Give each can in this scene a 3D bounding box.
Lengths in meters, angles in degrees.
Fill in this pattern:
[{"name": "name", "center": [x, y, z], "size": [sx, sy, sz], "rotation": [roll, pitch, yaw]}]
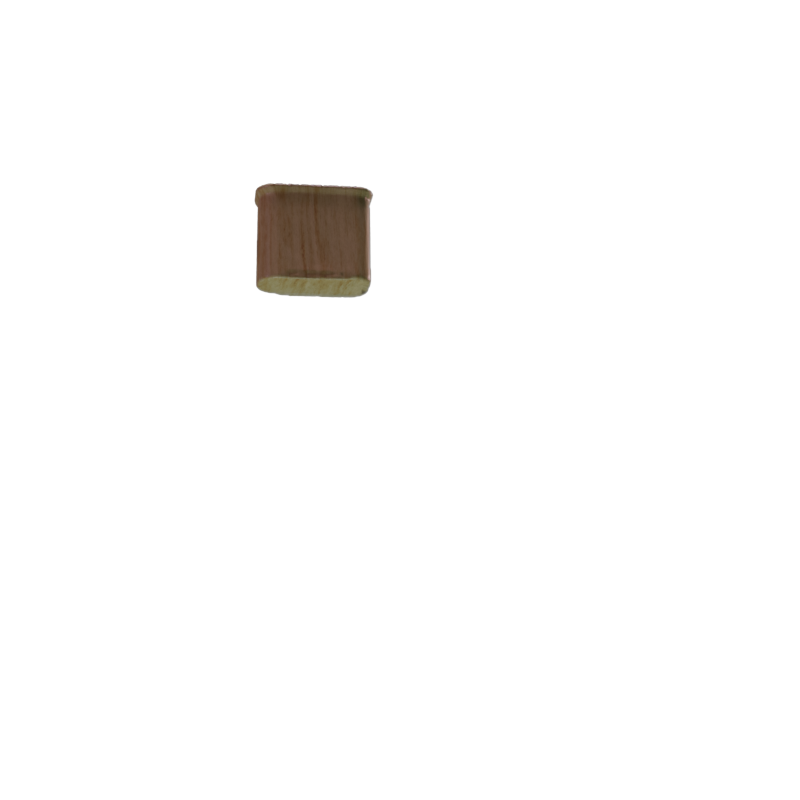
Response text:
[{"name": "can", "center": [-0.074, -0.136, 0.951], "size": [0.101, 0.088, 0.056], "rotation": [1, -17, -6]}]
